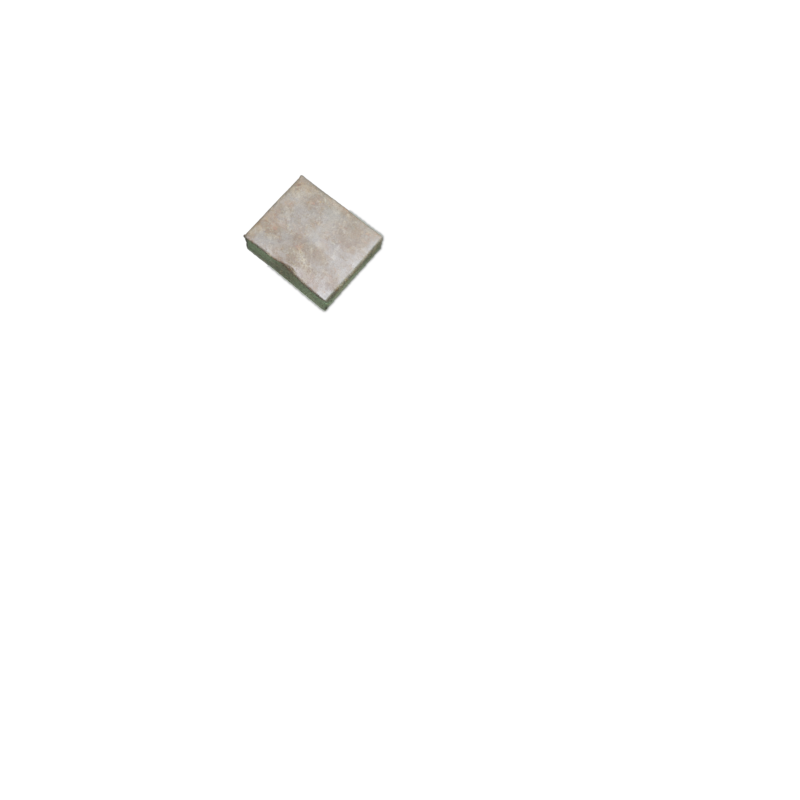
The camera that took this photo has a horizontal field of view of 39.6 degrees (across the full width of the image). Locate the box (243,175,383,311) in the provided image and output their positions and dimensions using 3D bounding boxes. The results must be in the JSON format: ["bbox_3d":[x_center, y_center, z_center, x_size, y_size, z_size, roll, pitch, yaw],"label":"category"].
[{"bbox_3d":[-0.070,-0.128,0.898,0.092,0.074,0.029,39,-16,13],"label":"box"}]
